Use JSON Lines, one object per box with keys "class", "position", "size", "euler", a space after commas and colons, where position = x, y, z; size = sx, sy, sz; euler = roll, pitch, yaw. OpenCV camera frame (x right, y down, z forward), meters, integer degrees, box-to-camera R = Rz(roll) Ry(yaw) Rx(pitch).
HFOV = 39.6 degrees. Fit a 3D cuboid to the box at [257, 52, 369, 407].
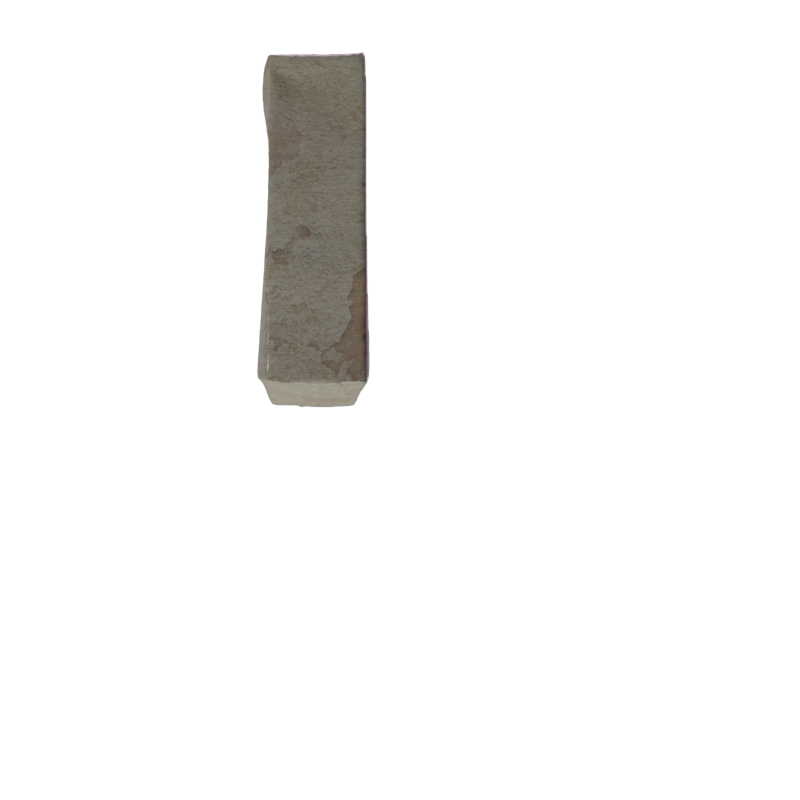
{"class": "box", "position": [-0.059, -0.108, 0.759], "size": [0.072, 0.220, 0.160], "euler": [0, -10, -4]}
